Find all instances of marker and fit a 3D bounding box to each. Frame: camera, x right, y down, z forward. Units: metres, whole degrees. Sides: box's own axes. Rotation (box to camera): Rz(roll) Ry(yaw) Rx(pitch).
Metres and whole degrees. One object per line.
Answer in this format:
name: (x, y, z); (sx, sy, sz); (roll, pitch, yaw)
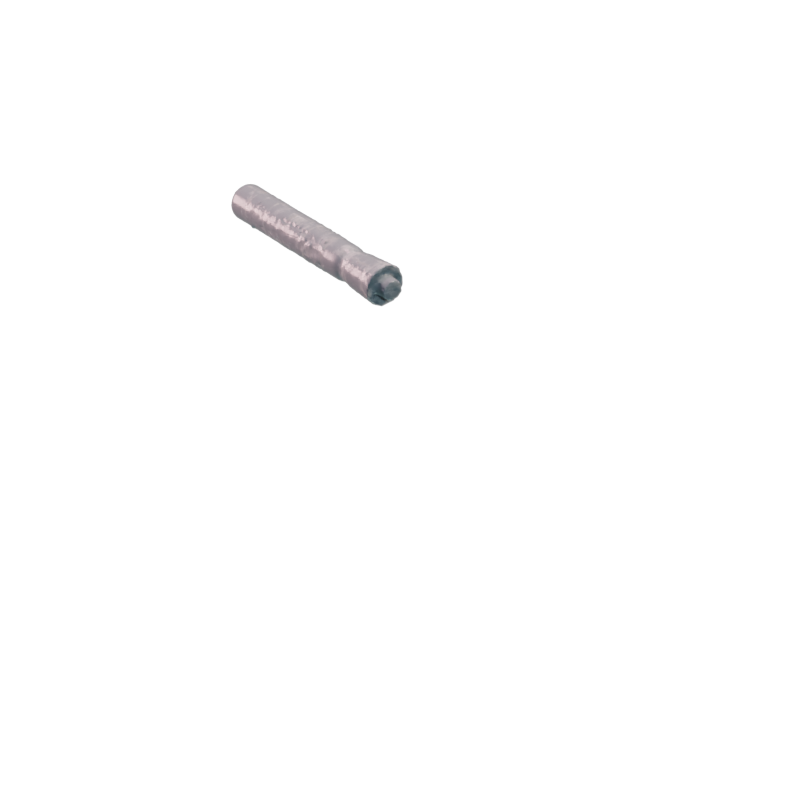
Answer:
marker: (-0.040, -0.073, 0.508); (0.019, 0.019, 0.130); (-3, 26, -37)
